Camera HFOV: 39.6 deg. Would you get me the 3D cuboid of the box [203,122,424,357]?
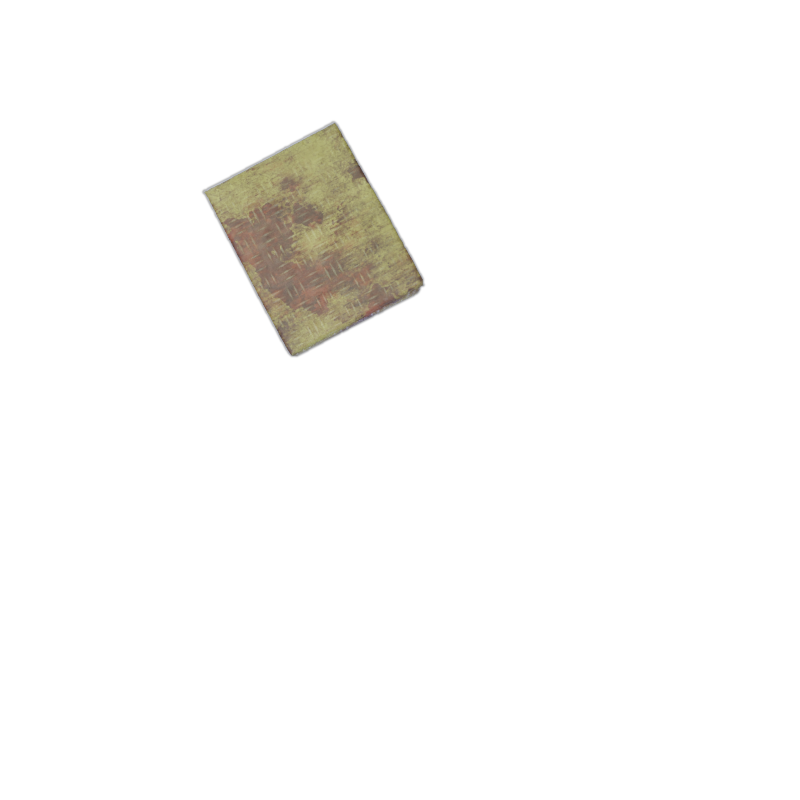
[{"bbox_3d":[-0.052,-0.095,0.663,0.090,0.116,0.038,-28,-7,-5],"label":"box"}]
